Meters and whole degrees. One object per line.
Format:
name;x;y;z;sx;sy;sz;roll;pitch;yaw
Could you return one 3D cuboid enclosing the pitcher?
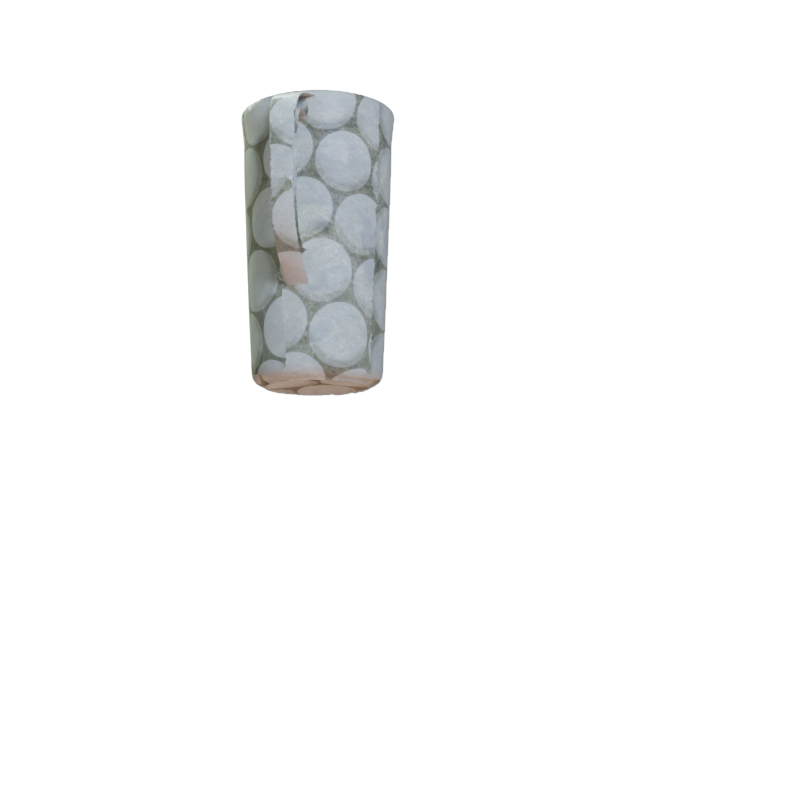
pitcher;-0.073;-0.133;0.930;0.143;0.252;0.146;8;-16;-32
